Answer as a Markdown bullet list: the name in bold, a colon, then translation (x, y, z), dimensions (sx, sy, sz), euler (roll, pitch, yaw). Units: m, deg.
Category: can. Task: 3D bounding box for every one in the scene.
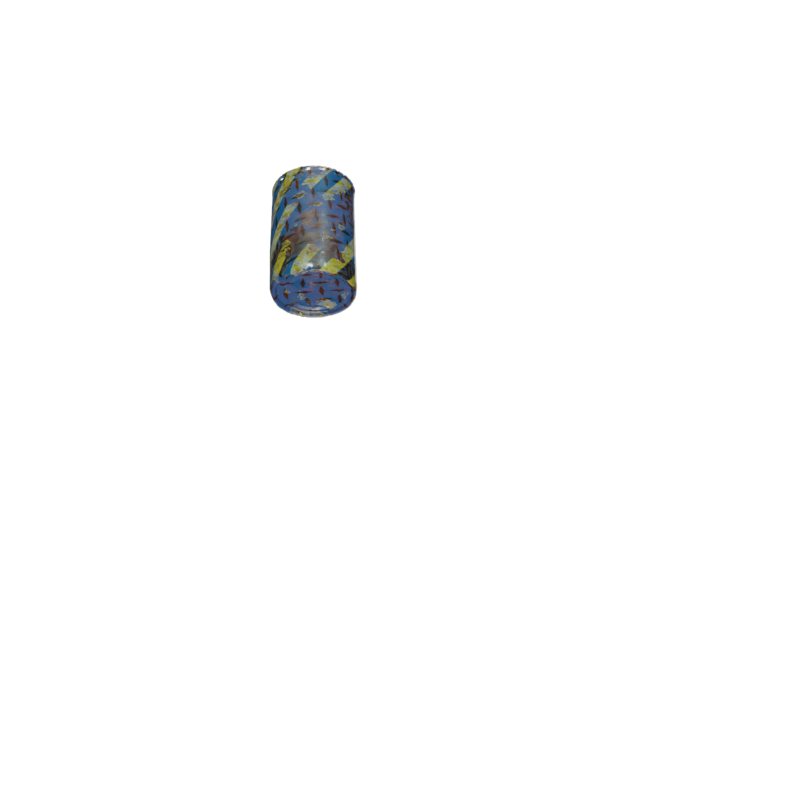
- **can**: translation (-0.068, -0.125, 0.873), dimensions (0.068, 0.109, 0.064), euler (-1, -34, -2)
